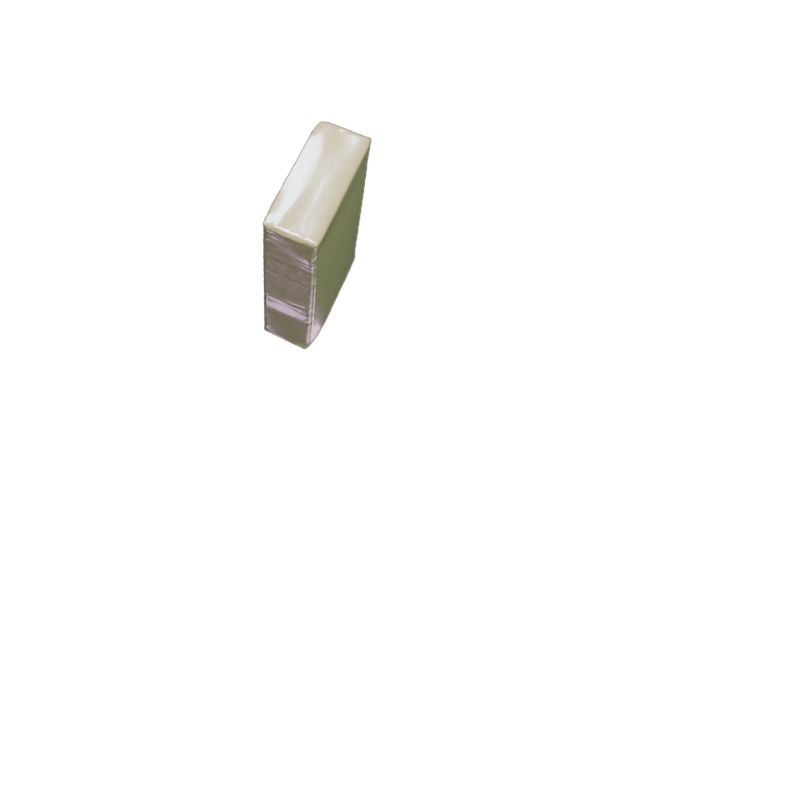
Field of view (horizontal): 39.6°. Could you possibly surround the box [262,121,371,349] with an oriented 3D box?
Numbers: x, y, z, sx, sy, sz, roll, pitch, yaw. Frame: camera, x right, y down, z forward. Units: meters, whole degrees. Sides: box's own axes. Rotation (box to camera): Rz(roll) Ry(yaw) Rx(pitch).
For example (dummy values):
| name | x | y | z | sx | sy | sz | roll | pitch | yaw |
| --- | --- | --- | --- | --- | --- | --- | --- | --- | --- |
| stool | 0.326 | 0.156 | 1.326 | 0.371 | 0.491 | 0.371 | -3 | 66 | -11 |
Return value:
| name | x | y | z | sx | sy | sz | roll | pitch | yaw |
| --- | --- | --- | --- | --- | --- | --- | --- | --- | --- |
| box | -0.062 | -0.114 | 0.794 | 0.049 | 0.097 | 0.167 | 22 | -23 | 5 |
